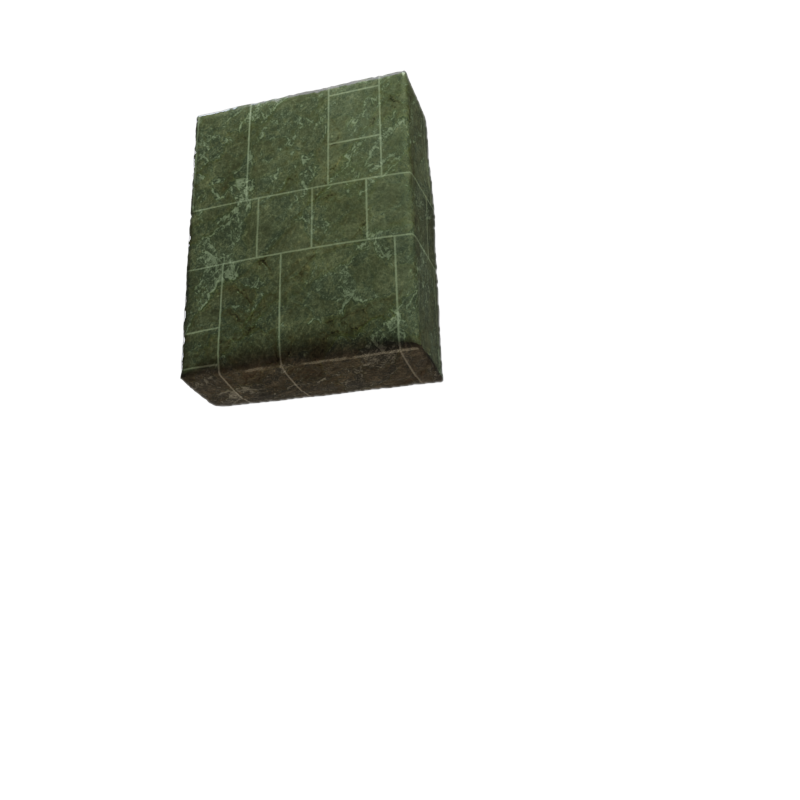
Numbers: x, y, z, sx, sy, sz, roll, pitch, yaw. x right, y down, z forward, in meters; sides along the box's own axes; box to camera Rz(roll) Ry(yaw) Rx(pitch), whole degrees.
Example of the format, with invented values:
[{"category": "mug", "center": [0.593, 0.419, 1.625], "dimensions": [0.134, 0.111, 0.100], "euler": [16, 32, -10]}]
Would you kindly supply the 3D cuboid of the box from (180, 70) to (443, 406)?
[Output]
[{"category": "box", "center": [-0.061, -0.110, 0.773], "dimensions": [0.166, 0.227, 0.067], "euler": [-9, -28, 15]}]
